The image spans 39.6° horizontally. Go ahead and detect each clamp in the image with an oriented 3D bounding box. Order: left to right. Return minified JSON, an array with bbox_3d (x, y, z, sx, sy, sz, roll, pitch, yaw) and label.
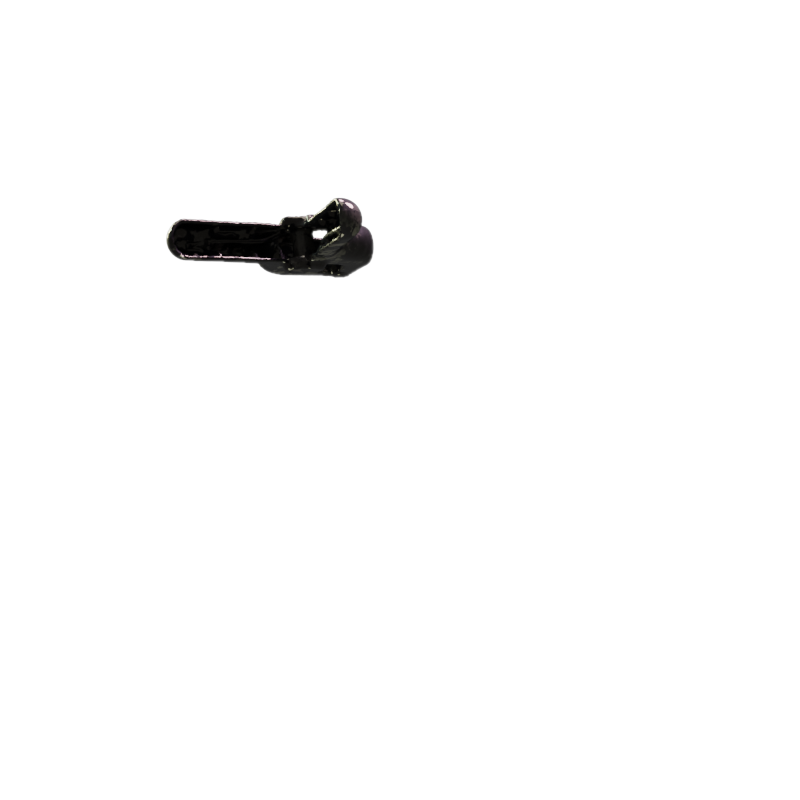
[{"bbox_3d":[-0.056,-0.101,0.710,0.124,0.039,0.166,1,4,25],"label":"clamp"}]
